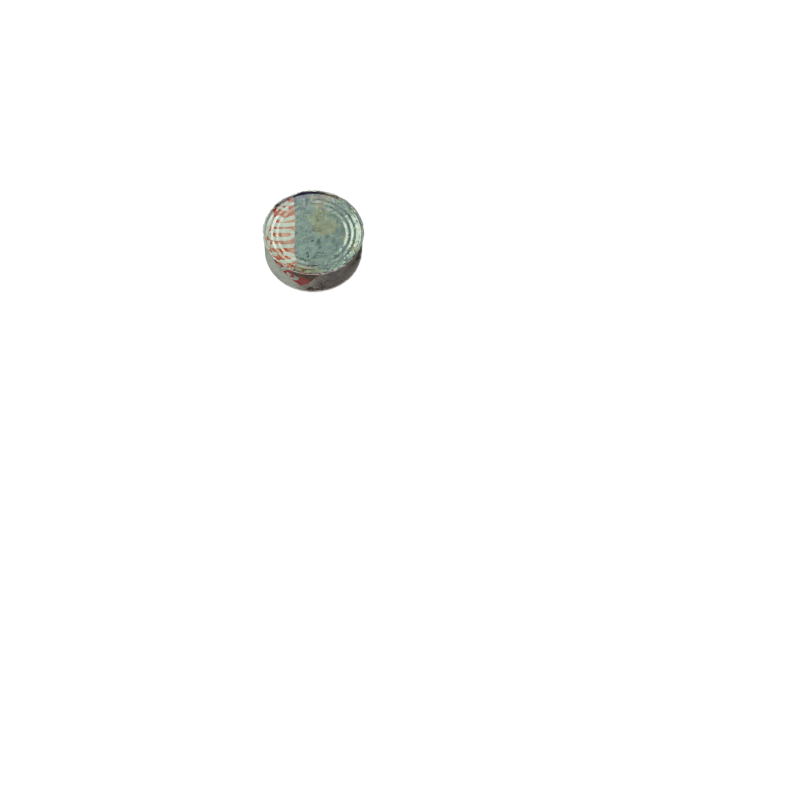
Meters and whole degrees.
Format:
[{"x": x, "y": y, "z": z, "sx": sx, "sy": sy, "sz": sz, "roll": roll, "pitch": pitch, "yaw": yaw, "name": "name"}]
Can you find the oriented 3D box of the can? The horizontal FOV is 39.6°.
[{"x": -0.074, "y": -0.136, "z": 0.949, "sx": 0.086, "sy": 0.092, "sz": 0.031, "roll": -1, "pitch": -32, "yaw": -1, "name": "can"}]
